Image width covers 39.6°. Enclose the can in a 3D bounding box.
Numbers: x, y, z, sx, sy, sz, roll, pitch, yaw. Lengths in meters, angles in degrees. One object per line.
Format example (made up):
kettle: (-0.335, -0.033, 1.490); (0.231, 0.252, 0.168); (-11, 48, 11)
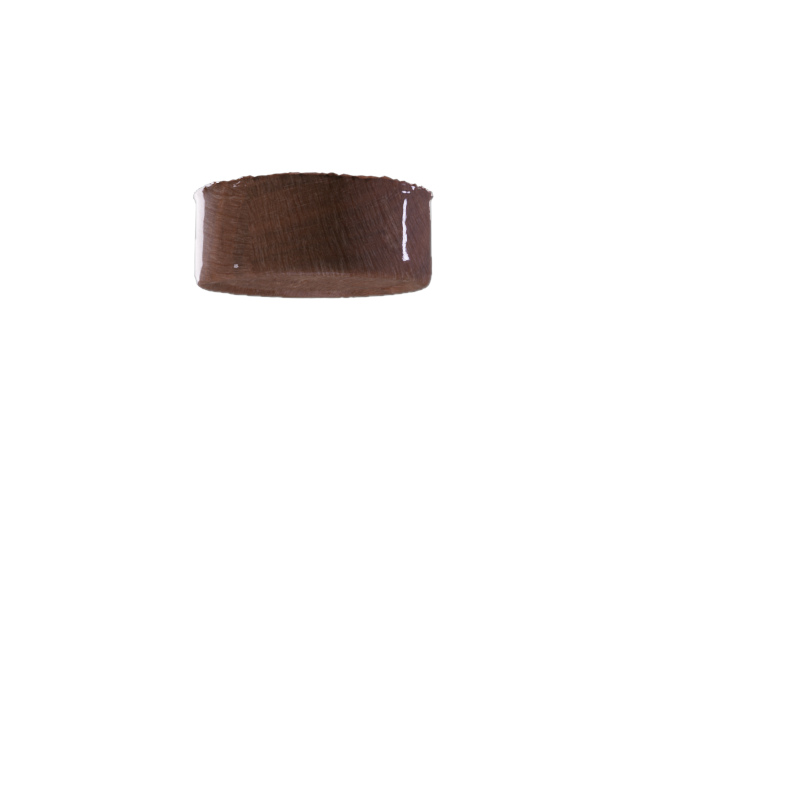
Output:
can: (-0.031, -0.057, 0.396); (0.086, 0.034, 0.085); (0, -1, -2)
